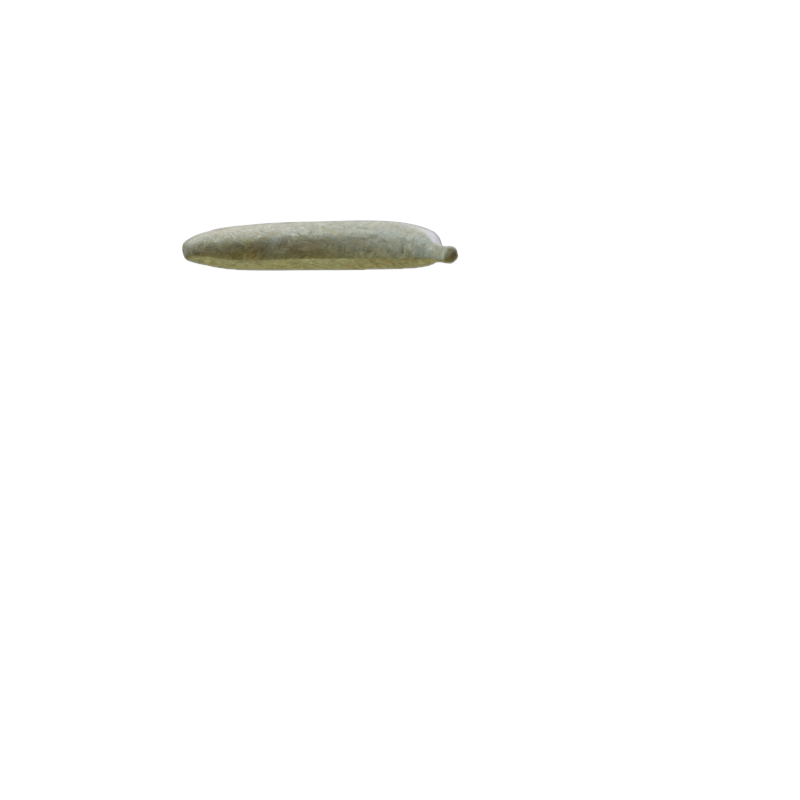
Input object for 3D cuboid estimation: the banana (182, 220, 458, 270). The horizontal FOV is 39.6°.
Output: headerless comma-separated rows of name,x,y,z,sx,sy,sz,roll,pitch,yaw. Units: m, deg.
banana,-0.056,-0.114,0.808,0.200,0.037,0.068,0,0,10
